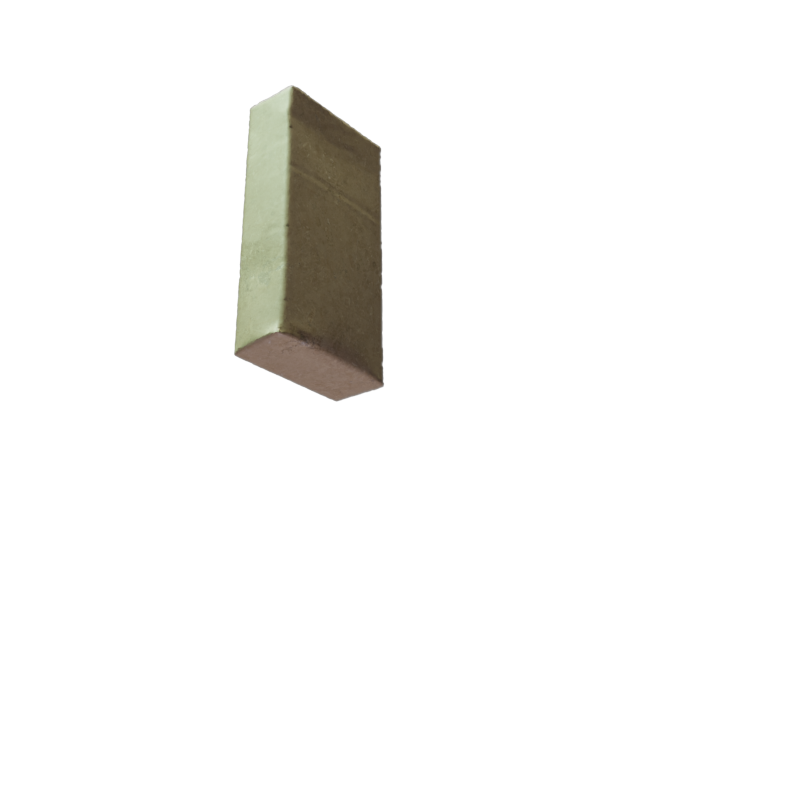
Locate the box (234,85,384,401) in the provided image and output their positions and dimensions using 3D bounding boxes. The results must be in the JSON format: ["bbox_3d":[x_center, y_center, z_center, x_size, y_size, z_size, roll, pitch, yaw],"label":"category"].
[{"bbox_3d":[-0.054,-0.098,0.689,0.048,0.188,0.087,-24,-36,33],"label":"box"}]
